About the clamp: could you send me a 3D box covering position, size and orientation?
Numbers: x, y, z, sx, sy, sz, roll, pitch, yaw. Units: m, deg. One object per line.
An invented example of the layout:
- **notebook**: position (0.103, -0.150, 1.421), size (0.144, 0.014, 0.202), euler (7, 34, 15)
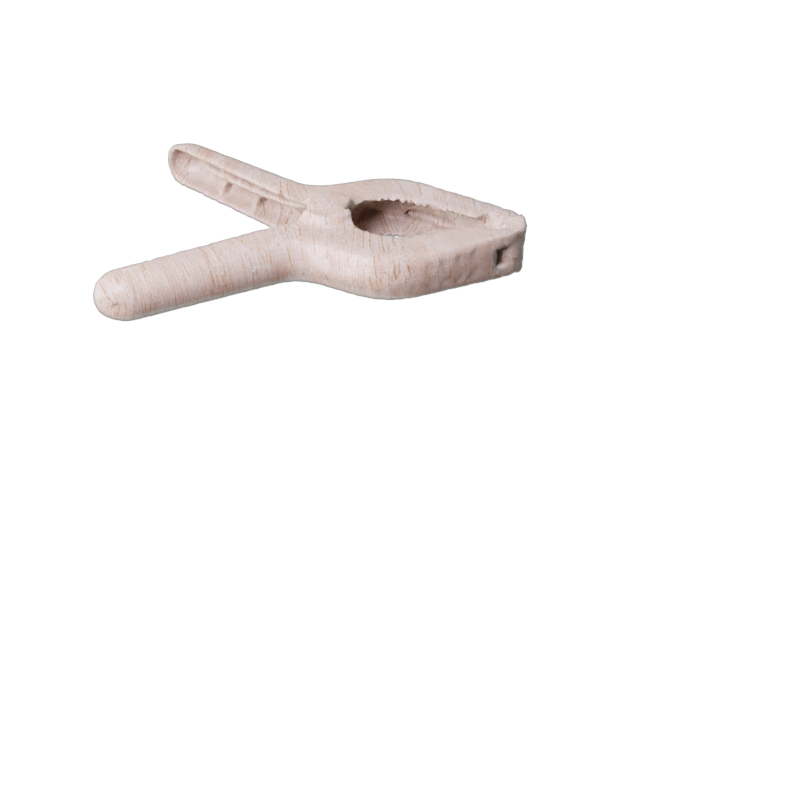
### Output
- **clamp**: position (-0.044, -0.081, 0.565), size (0.214, 0.034, 0.173), euler (7, 37, 10)
